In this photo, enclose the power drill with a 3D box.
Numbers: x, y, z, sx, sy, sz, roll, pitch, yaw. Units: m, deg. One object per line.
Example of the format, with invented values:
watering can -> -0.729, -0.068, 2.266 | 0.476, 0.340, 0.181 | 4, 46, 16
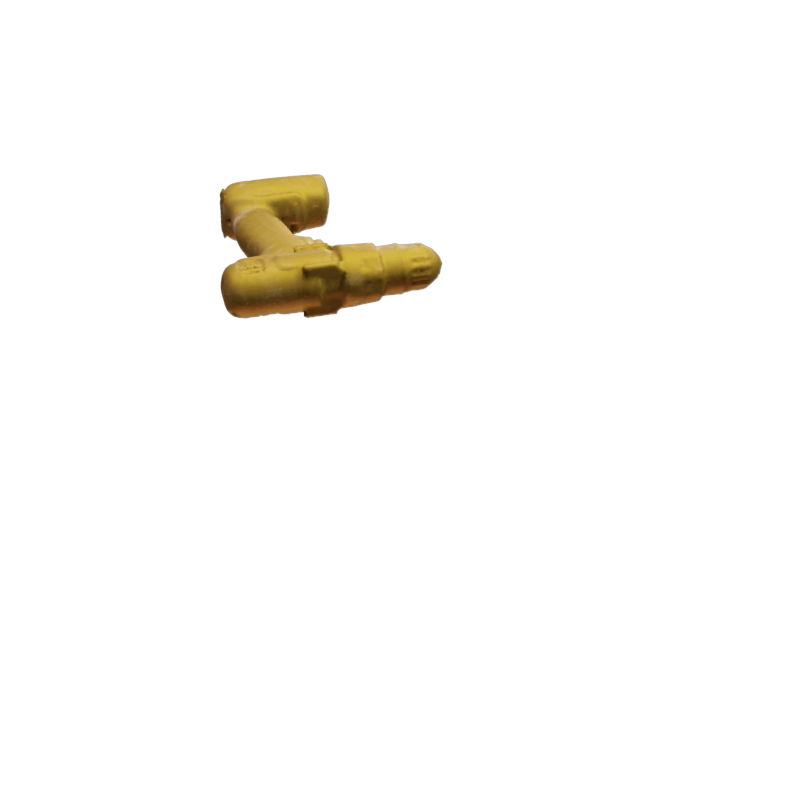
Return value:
power drill -> -0.076, -0.138, 0.968 | 0.182, 0.054, 0.201 | -8, 32, -14
